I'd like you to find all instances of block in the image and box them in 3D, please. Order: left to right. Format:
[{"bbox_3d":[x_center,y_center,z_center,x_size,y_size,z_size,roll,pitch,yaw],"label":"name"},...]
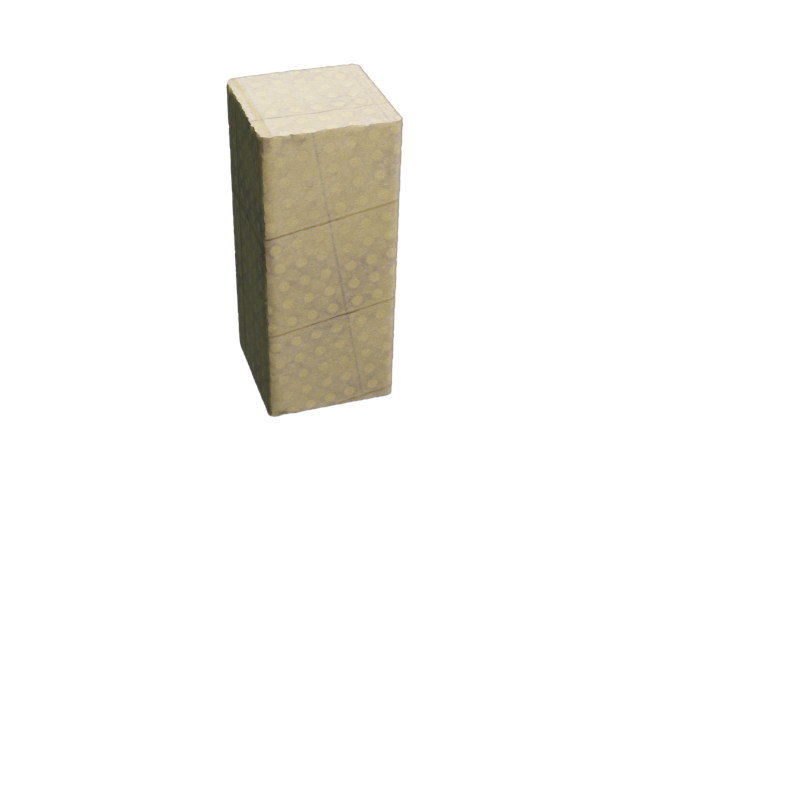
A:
[{"bbox_3d":[-0.057,-0.103,0.724,0.089,0.193,0.098,-9,37,-16],"label":"block"}]
